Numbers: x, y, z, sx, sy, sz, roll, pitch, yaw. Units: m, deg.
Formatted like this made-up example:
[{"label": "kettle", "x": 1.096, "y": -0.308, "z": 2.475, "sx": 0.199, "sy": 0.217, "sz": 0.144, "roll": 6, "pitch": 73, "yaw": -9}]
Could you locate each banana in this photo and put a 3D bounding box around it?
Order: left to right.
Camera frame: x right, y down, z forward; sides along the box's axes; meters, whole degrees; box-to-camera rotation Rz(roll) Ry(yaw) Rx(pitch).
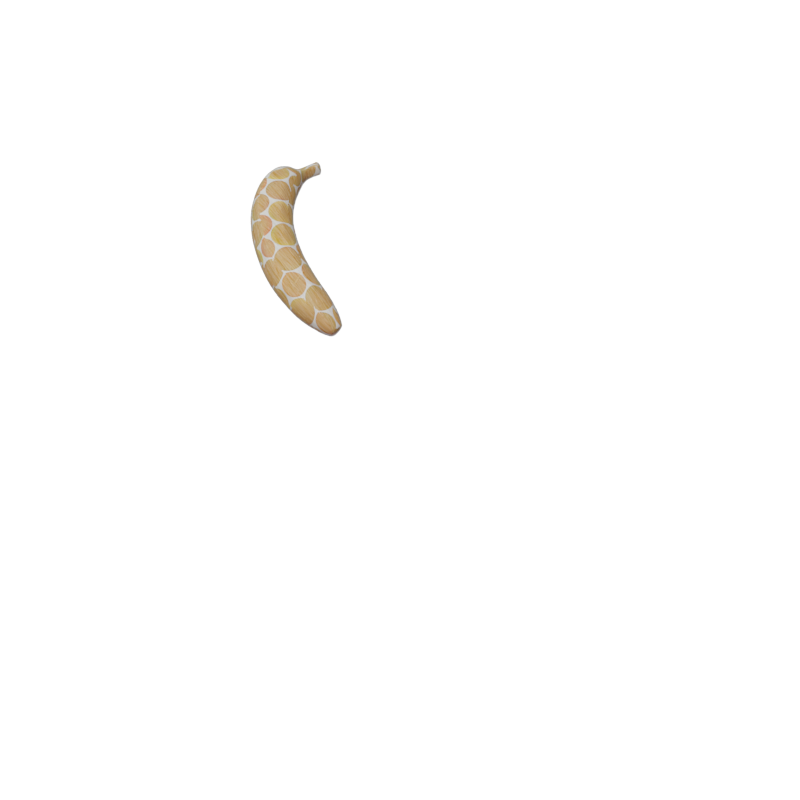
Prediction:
[{"label": "banana", "x": -0.094, "y": -0.140, "z": 0.966, "sx": 0.069, "sy": 0.213, "sz": 0.034, "roll": -5, "pitch": -36, "yaw": -5}]
